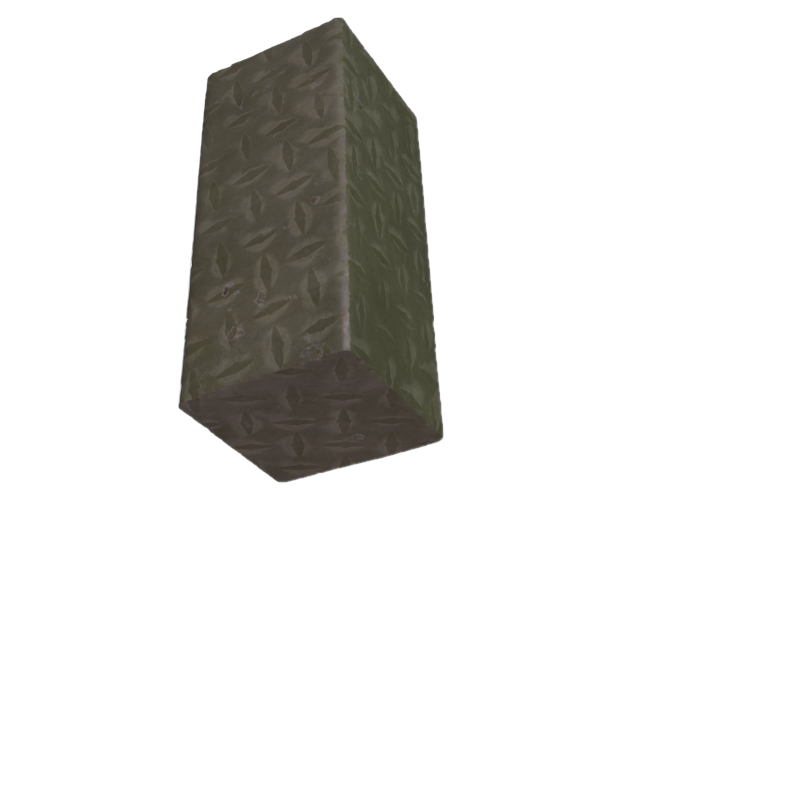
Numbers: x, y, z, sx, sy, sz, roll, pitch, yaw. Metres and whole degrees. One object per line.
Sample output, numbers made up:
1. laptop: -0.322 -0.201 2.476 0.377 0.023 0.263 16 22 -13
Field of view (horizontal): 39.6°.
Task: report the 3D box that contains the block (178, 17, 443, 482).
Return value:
1. block: -0.044 -0.079 0.554 0.091 0.221 0.084 -19 -38 22
